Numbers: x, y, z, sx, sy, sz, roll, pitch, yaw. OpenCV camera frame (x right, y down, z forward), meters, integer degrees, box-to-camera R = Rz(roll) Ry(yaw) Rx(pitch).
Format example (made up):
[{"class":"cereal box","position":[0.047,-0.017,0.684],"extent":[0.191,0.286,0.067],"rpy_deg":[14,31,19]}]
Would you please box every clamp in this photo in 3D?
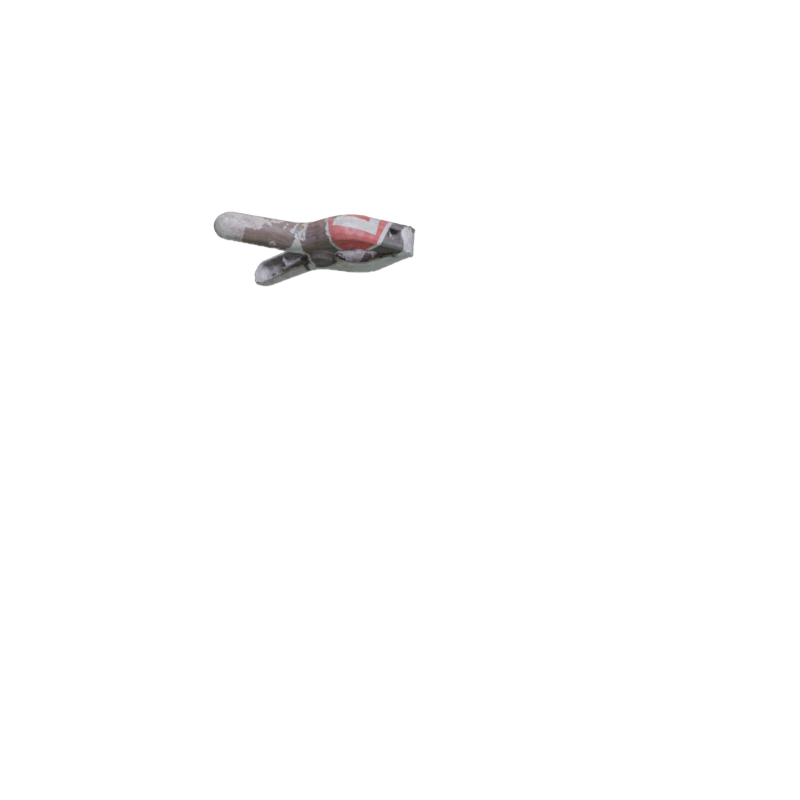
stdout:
[{"class":"clamp","position":[-0.076,-0.139,0.975],"extent":[0.175,0.041,0.113],"rpy_deg":[-6,-16,23]}]
